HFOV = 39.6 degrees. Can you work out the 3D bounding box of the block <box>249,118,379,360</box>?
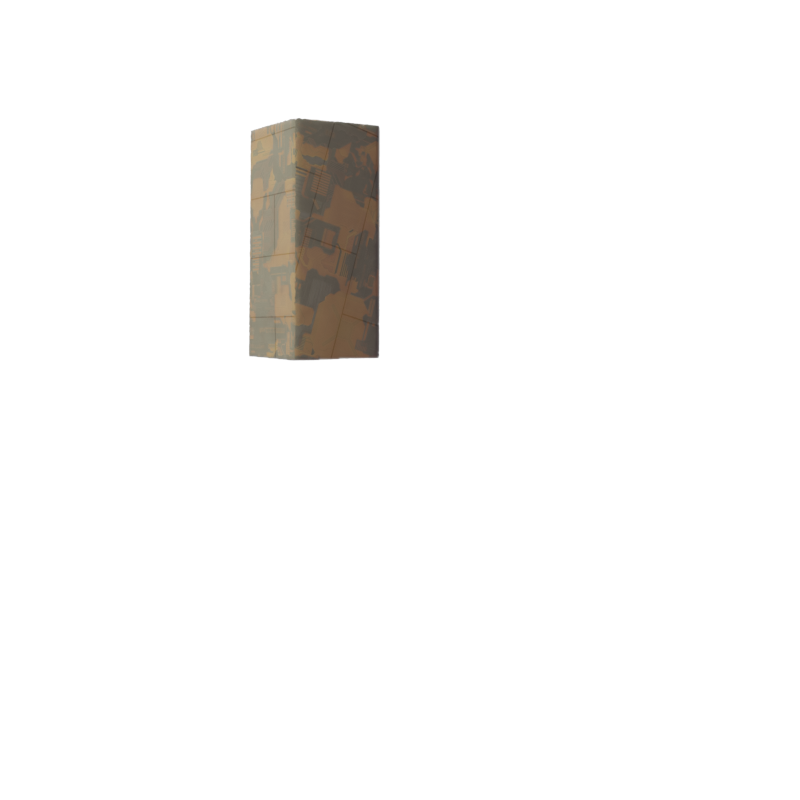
[{"bbox_3d":[-0.077,-0.142,0.995,0.087,0.207,0.093,1,-2,-32],"label":"block"}]
